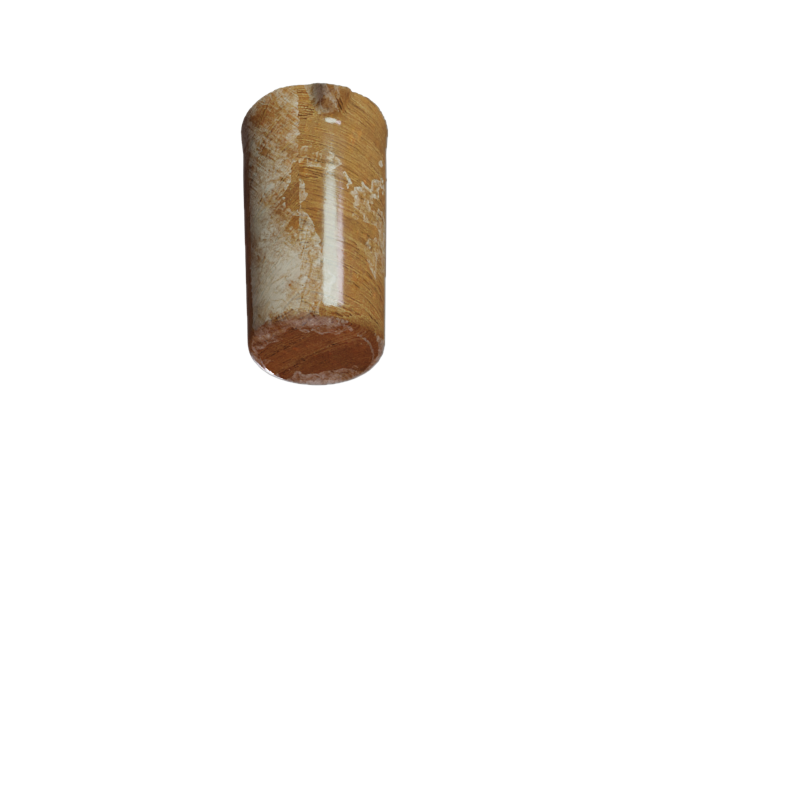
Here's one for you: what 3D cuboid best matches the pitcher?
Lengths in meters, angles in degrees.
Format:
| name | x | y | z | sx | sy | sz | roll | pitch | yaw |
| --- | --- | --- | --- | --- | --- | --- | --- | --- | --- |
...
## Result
| name | x | y | z | sx | sy | sz | roll | pitch | yaw |
| --- | --- | --- | --- | --- | --- | --- | --- | --- | --- |
| pitcher | -0.074 | -0.135 | 0.942 | 0.146 | 0.260 | 0.138 | -19 | -37 | 23 |
